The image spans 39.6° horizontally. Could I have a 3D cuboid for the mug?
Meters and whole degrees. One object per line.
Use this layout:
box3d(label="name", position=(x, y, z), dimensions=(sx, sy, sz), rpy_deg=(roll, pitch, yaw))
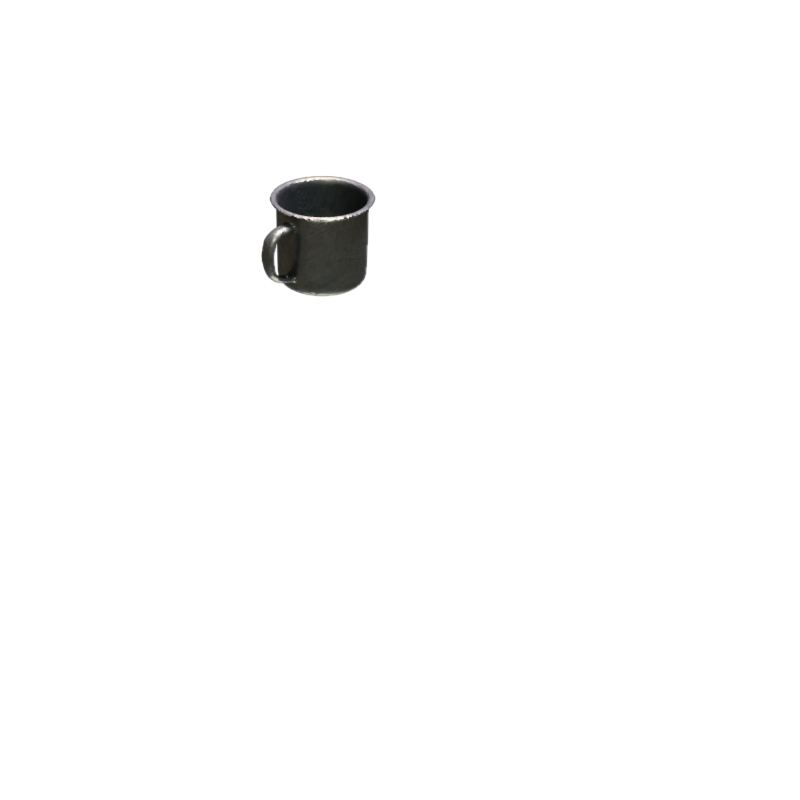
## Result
box3d(label="mug", position=(-0.077, -0.141, 0.988), dimensions=(0.099, 0.077, 0.117), rpy_deg=(24, 38, 32))
